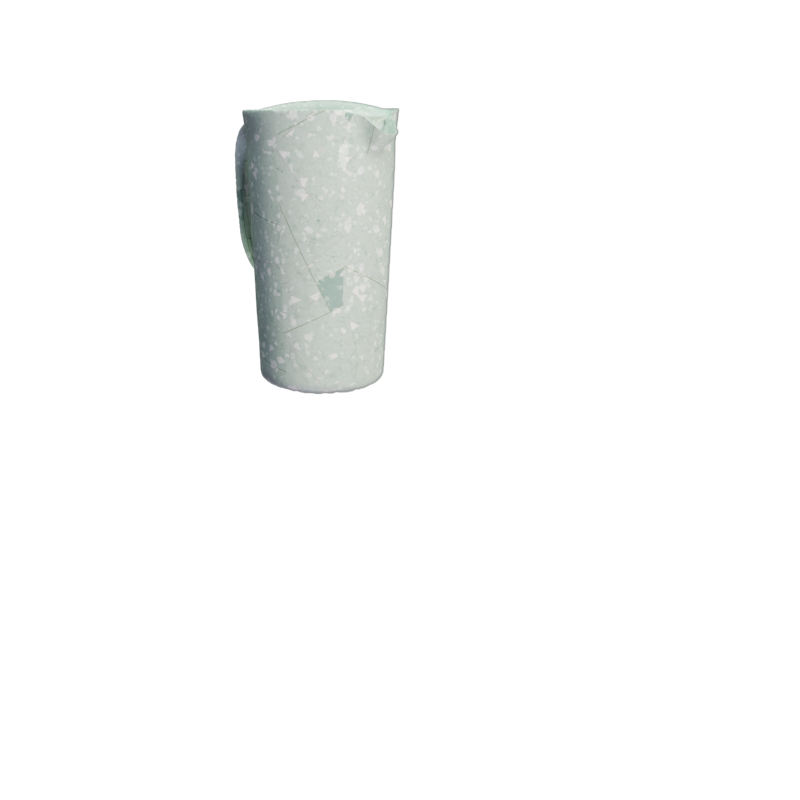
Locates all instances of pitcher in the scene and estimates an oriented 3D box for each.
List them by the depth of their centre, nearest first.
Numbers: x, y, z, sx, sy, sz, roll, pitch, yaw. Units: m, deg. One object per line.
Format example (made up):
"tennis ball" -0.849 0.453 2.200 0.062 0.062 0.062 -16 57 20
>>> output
"pitcher" -0.075 -0.137 0.961 0.145 0.238 0.153 0 10 -2
